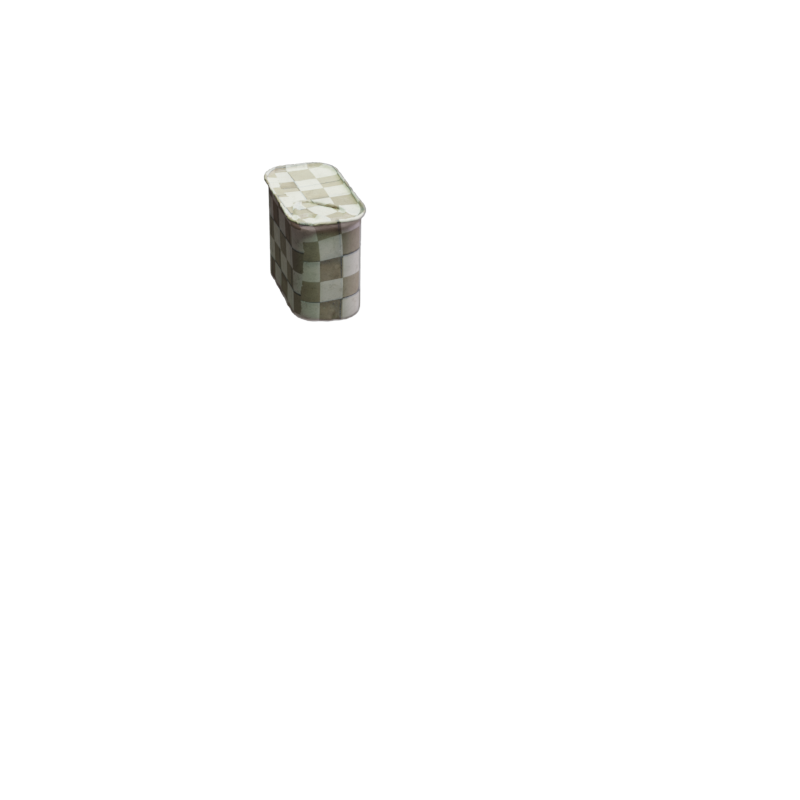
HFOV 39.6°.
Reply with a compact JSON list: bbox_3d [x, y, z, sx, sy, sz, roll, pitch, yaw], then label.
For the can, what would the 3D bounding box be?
[{"bbox_3d":[-0.064,-0.117,0.820,0.057,0.079,0.110,-8,33,-17],"label":"can"}]
